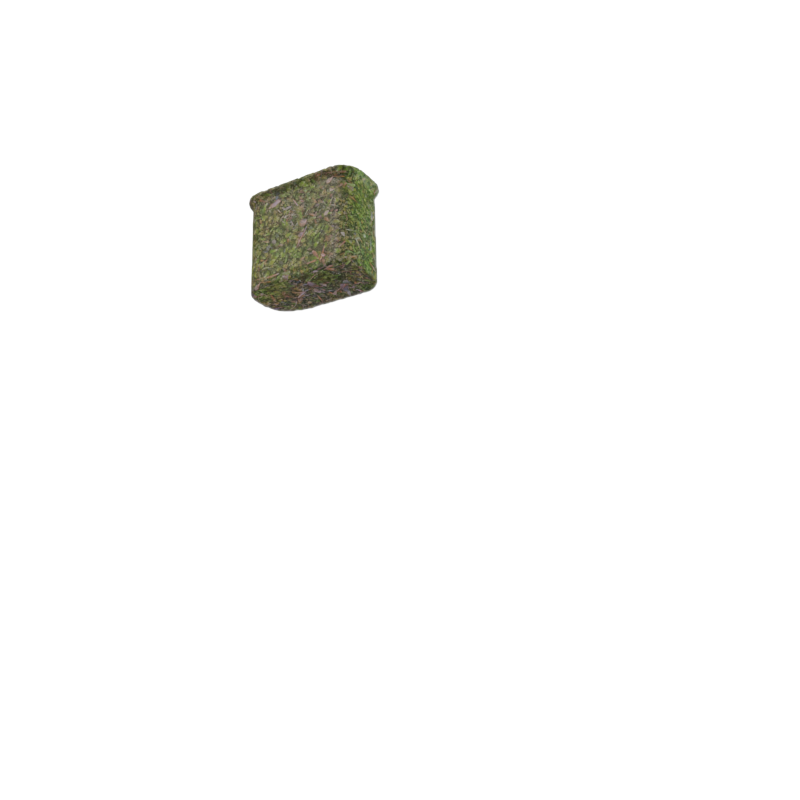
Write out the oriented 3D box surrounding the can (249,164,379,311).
[{"bbox_3d":[-0.066,-0.121,0.848,0.103,0.089,0.053,-15,-30,27],"label":"can"}]
